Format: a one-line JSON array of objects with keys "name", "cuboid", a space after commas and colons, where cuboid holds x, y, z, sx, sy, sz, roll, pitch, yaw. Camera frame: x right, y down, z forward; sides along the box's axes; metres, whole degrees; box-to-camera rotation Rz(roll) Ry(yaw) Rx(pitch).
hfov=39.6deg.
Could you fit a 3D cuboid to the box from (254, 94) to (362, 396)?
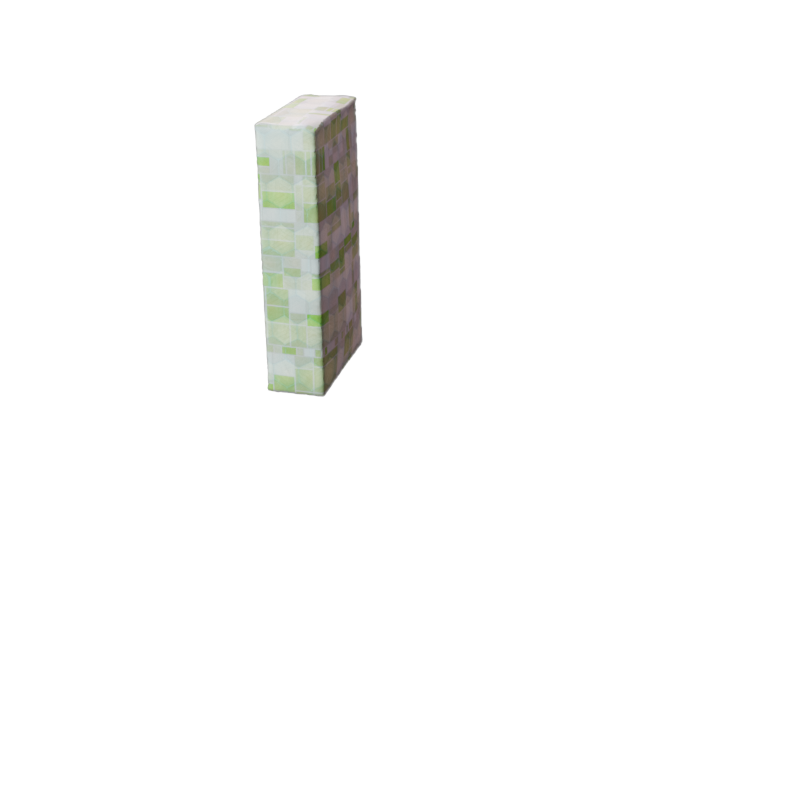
[{"name": "box", "cuboid": [-0.056, -0.102, 0.718, 0.049, 0.168, 0.096, 7, 23, 13]}]
